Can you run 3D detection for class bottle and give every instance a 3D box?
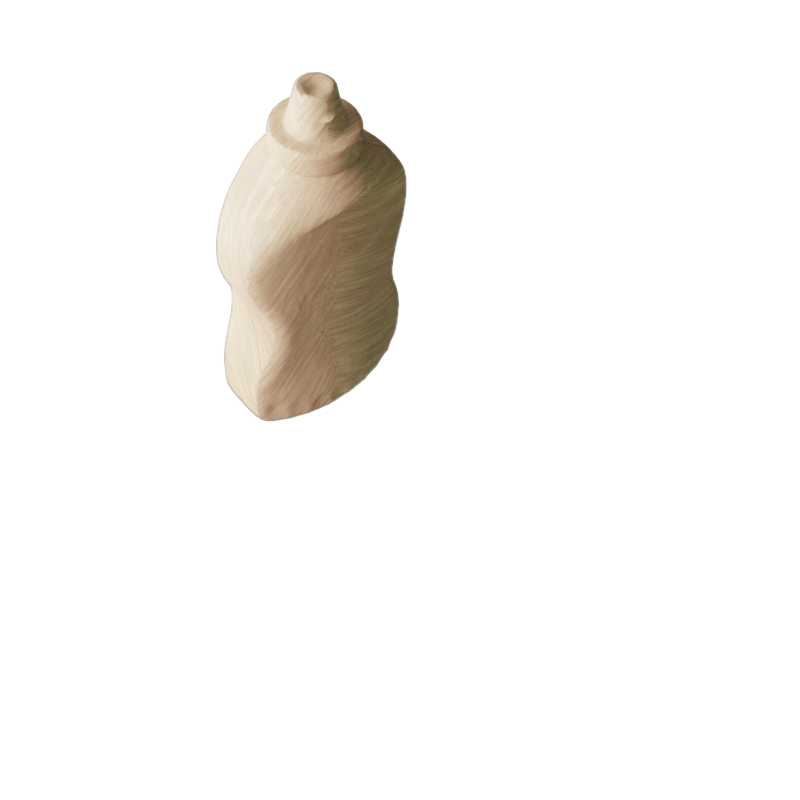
[{"bbox_3d":[-0.040,-0.074,0.519,0.096,0.062,0.179,-32,-29,-25],"label":"bottle"}]
